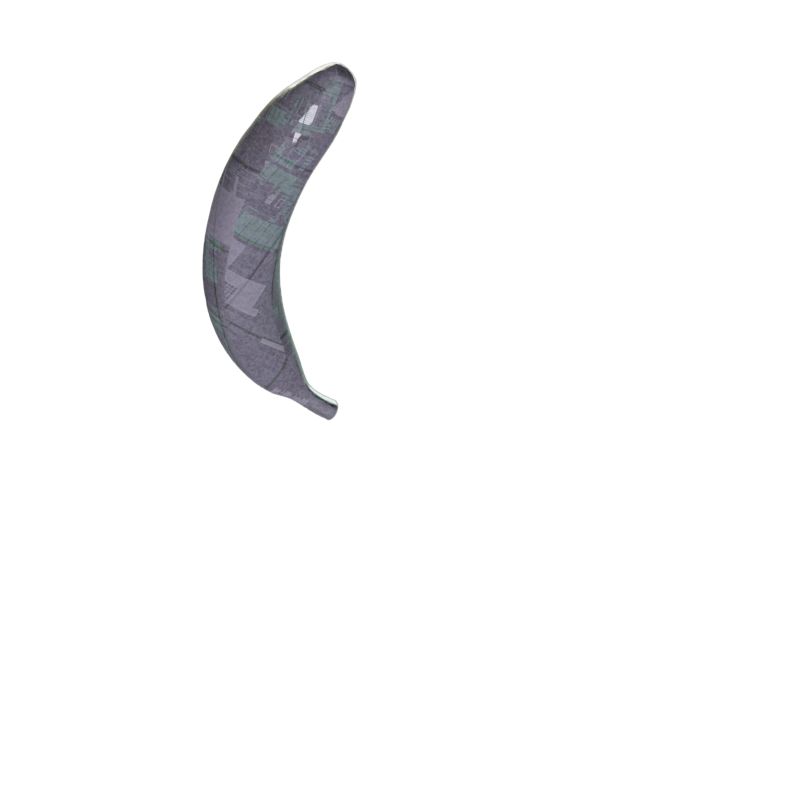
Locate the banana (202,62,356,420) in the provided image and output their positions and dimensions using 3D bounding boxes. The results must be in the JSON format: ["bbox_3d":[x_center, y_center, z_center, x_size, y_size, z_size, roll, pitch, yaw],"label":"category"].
[{"bbox_3d":[-0.060,-0.073,0.528,0.069,0.185,0.039,3,38,-3],"label":"banana"}]
